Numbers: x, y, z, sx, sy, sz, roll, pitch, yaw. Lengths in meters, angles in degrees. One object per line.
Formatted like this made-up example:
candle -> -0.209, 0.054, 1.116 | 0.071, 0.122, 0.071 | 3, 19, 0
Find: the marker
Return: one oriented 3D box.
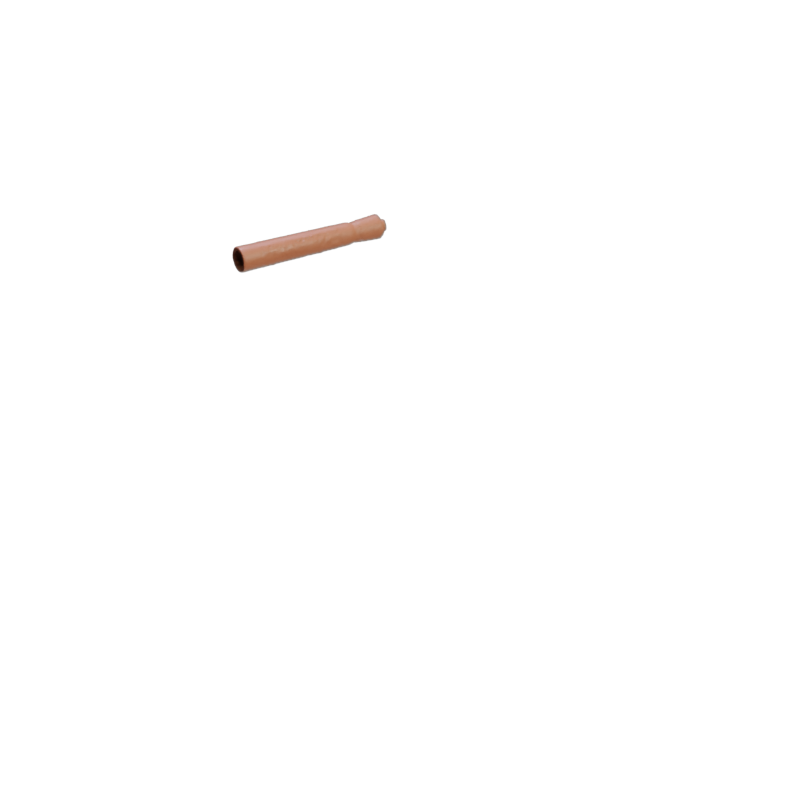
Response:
marker -> -0.062, -0.114, 0.796 | 0.119, 0.019, 0.020 | -18, 12, -27
